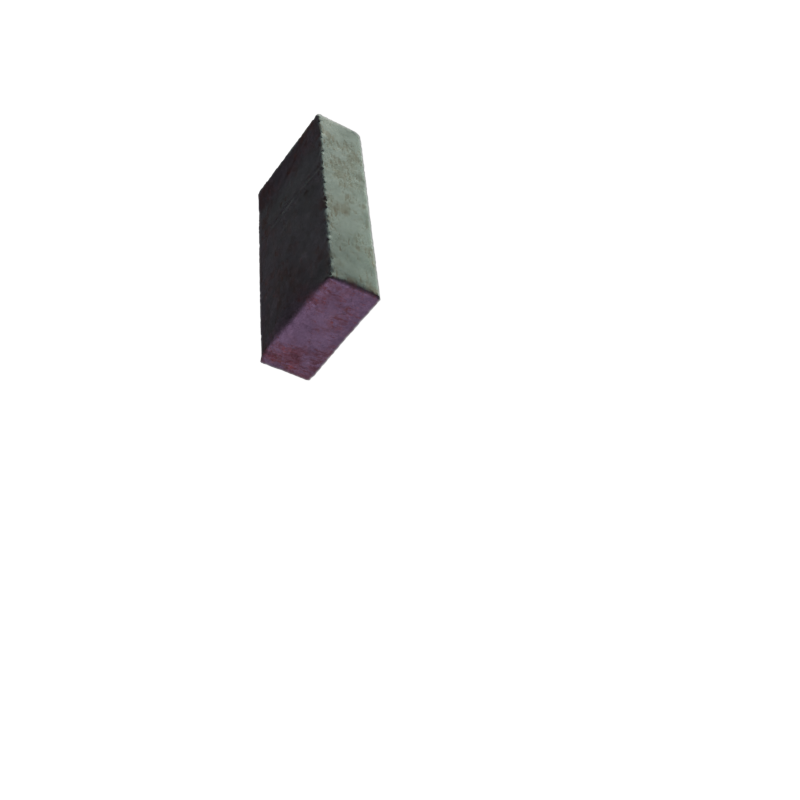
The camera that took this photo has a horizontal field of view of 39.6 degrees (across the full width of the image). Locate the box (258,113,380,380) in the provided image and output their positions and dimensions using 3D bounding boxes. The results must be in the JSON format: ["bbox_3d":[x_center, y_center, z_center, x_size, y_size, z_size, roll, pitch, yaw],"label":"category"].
[{"bbox_3d":[-0.061,-0.111,0.778,0.046,0.189,0.091,24,-51,-26],"label":"box"}]
